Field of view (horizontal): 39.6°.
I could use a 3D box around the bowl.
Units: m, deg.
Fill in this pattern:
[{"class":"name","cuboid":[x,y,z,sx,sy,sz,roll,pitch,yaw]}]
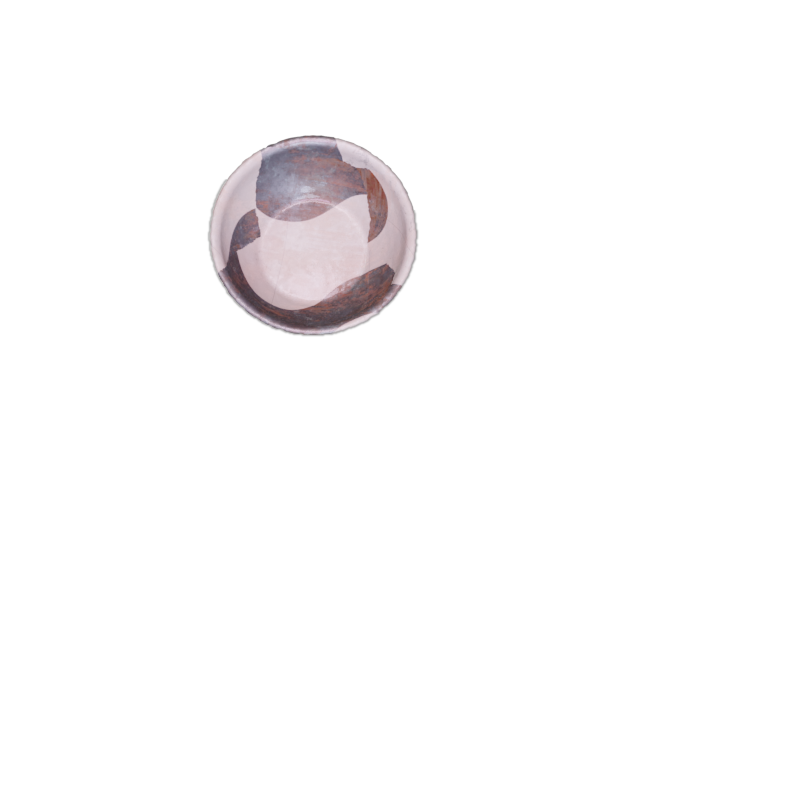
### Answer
[{"class":"bowl","cuboid":[-0.069,-0.126,0.883,0.162,0.168,0.053,0,-15,-1]}]
